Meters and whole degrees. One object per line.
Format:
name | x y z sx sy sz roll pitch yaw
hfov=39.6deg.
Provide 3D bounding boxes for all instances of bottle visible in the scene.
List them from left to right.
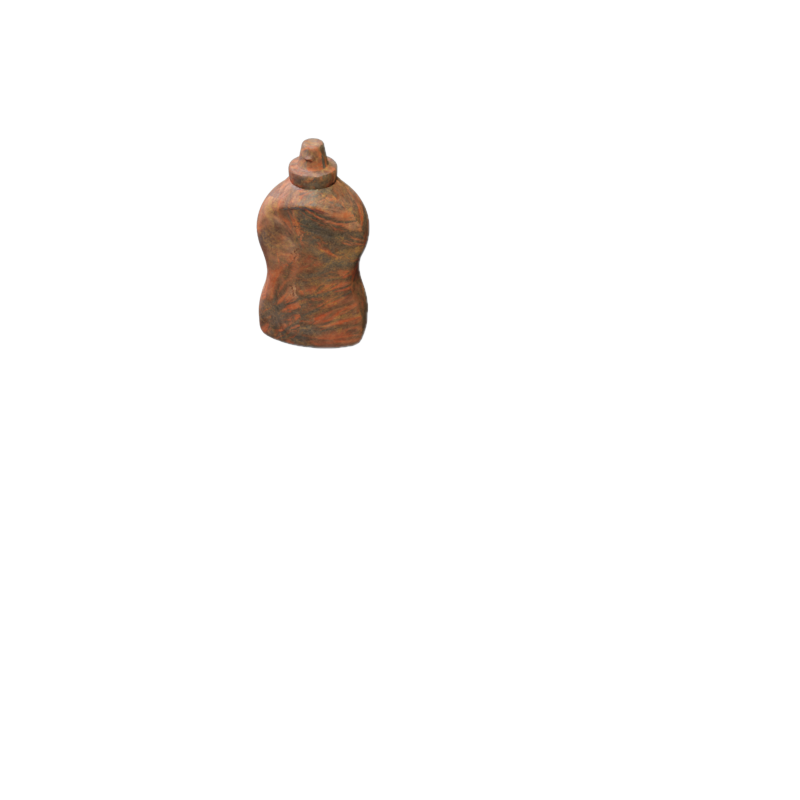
bottle | -0.075 -0.136 0.957 0.098 0.180 0.061 9 34 10
